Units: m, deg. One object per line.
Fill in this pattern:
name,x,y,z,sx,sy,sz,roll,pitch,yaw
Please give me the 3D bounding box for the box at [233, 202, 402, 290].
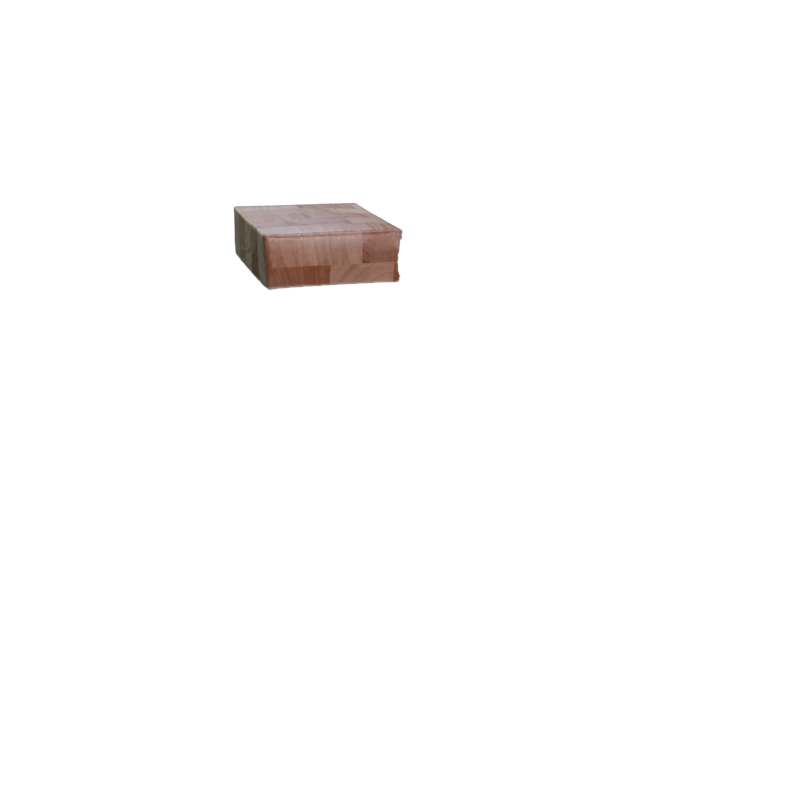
box,-0.058,-0.105,0.736,0.088,0.037,0.120,-5,21,-15
